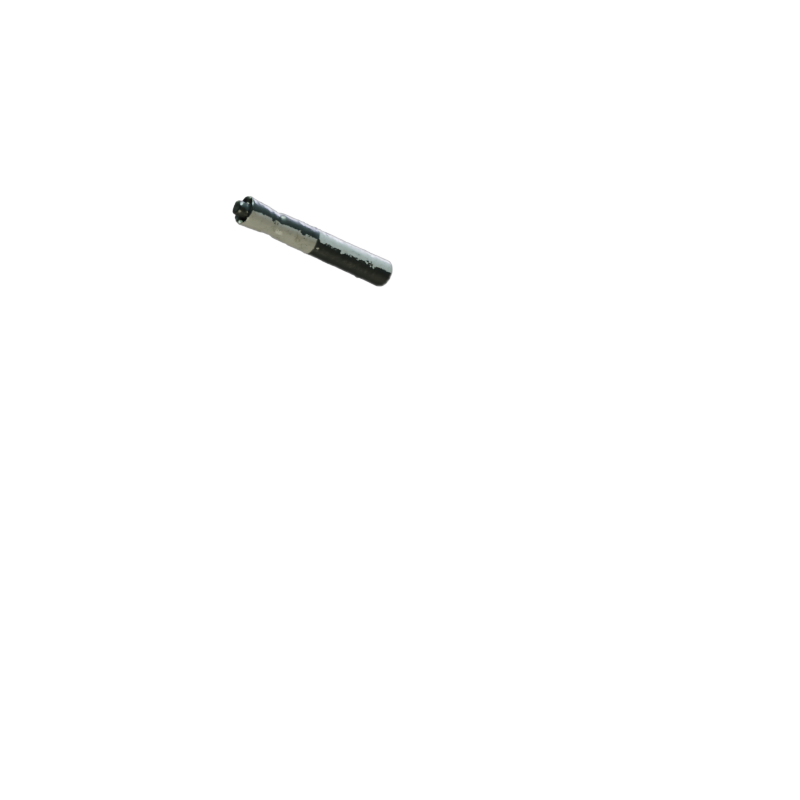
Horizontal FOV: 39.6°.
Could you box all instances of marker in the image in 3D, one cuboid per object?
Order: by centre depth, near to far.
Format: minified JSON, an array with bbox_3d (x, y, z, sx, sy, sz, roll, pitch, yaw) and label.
[{"bbox_3d":[-0.055,-0.100,0.703,0.114,0.020,0.021,21,-9,-34],"label":"marker"}]
